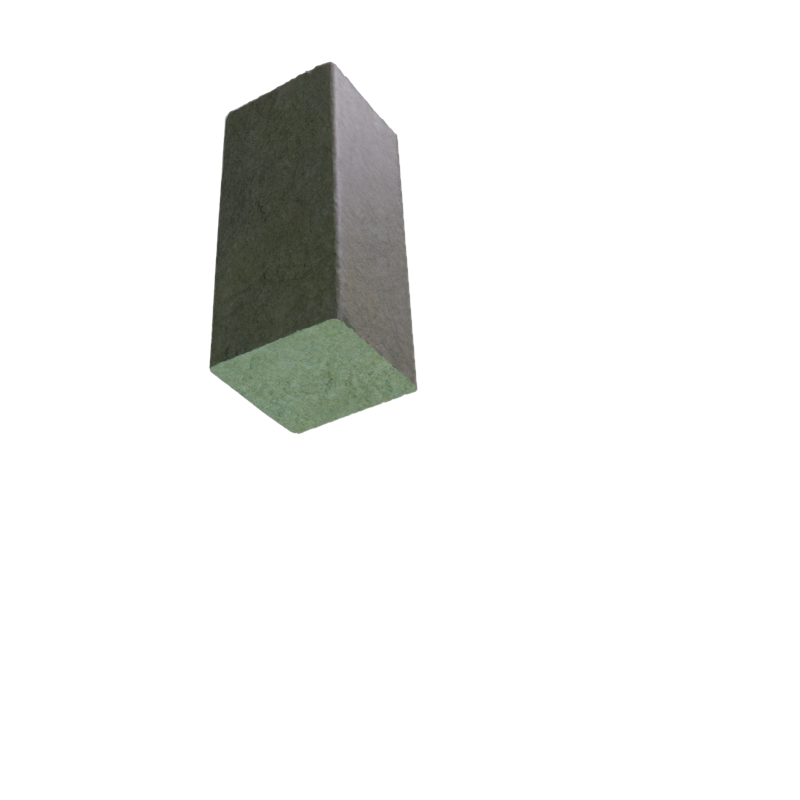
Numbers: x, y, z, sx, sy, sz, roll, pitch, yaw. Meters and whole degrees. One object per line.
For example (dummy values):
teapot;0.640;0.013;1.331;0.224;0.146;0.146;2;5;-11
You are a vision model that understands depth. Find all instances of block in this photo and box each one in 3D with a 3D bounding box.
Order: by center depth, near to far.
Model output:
block;-0.055;-0.099;0.695;0.091;0.221;0.083;-22;-41;24
